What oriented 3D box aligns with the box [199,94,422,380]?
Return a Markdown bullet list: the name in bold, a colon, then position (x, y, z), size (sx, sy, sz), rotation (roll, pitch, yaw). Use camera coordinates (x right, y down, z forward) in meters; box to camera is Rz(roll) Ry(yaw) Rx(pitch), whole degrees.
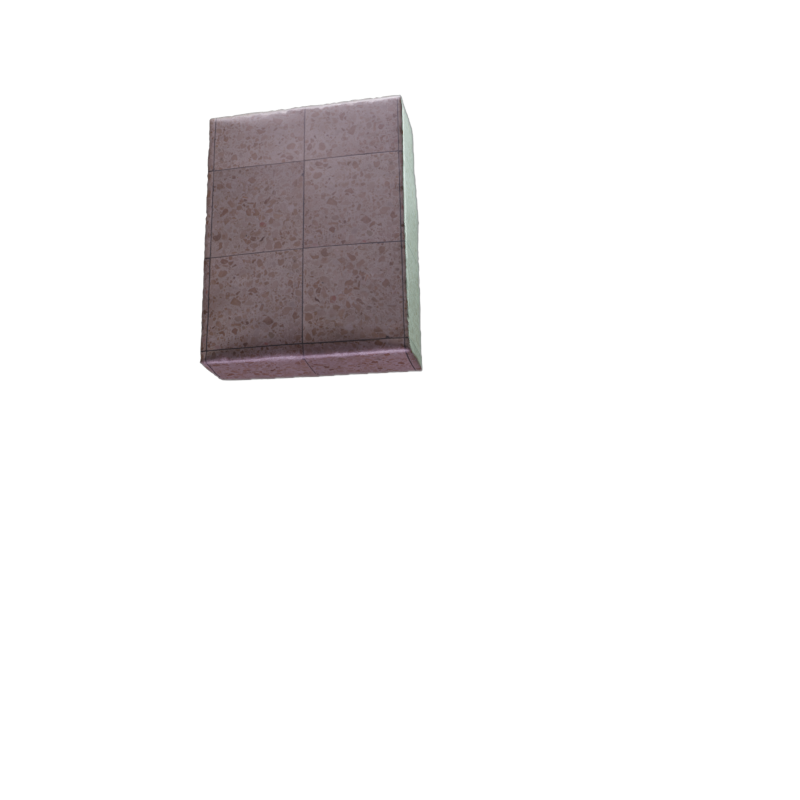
- **box**: position (-0.069, -0.127, 0.887), size (0.166, 0.225, 0.067), rotation (-5, -21, 11)
